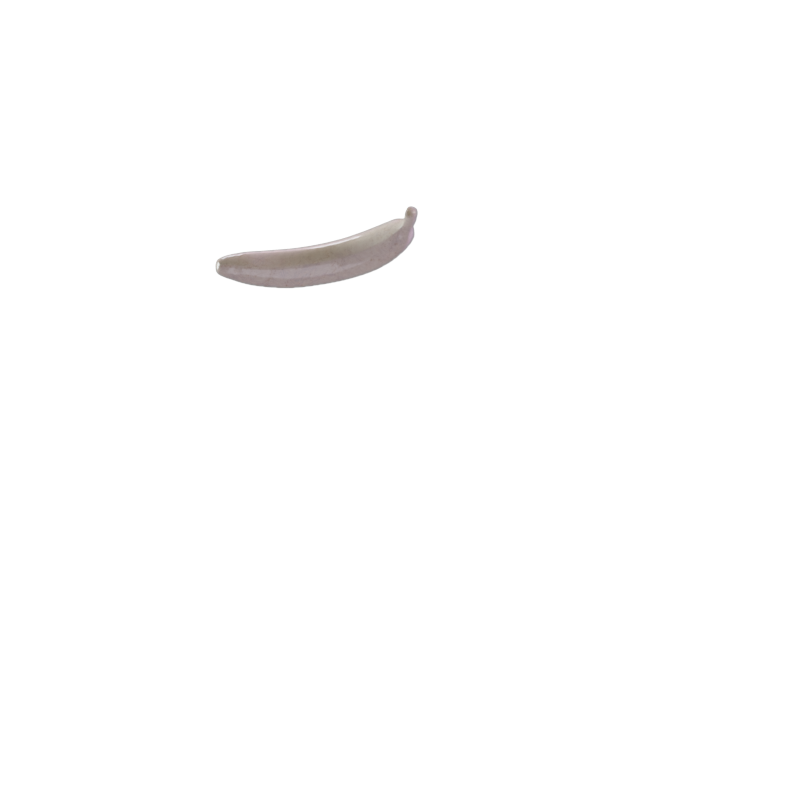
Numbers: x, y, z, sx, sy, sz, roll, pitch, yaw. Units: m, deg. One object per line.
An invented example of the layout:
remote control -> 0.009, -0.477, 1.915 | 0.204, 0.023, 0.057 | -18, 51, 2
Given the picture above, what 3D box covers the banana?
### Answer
banana -> -0.068, -0.134, 1.009 | 0.200, 0.039, 0.064 | -14, -40, 17
